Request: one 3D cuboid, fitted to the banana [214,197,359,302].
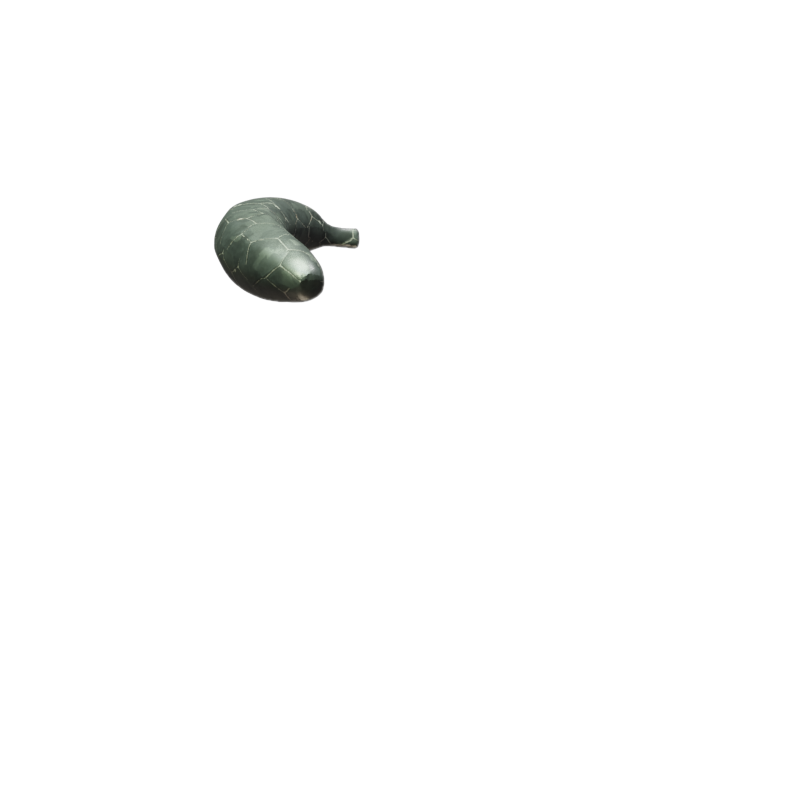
[{"bbox_3d":[-0.063,-0.083,0.578,0.070,0.036,0.202,1,16,3],"label":"banana"}]
